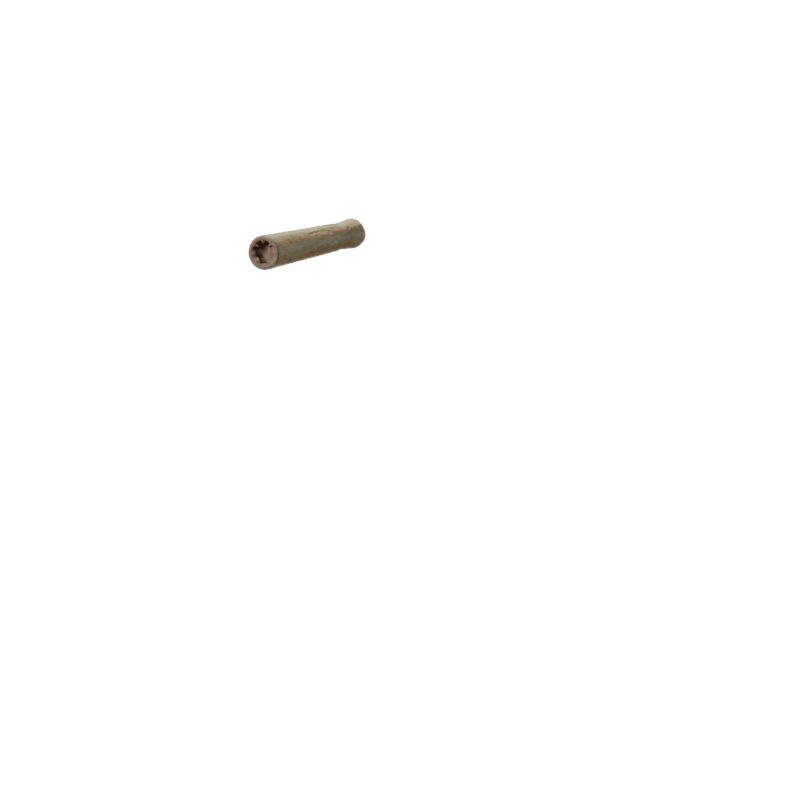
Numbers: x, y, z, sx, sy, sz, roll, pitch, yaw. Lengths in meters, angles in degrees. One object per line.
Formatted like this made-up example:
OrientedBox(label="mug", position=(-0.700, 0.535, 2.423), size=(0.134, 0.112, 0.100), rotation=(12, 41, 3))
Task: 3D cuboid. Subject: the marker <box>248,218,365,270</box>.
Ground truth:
OrientedBox(label="marker", position=(-0.051, -0.092, 0.647), size=(0.020, 0.019, 0.120), rotation=(2, 14, 23))
